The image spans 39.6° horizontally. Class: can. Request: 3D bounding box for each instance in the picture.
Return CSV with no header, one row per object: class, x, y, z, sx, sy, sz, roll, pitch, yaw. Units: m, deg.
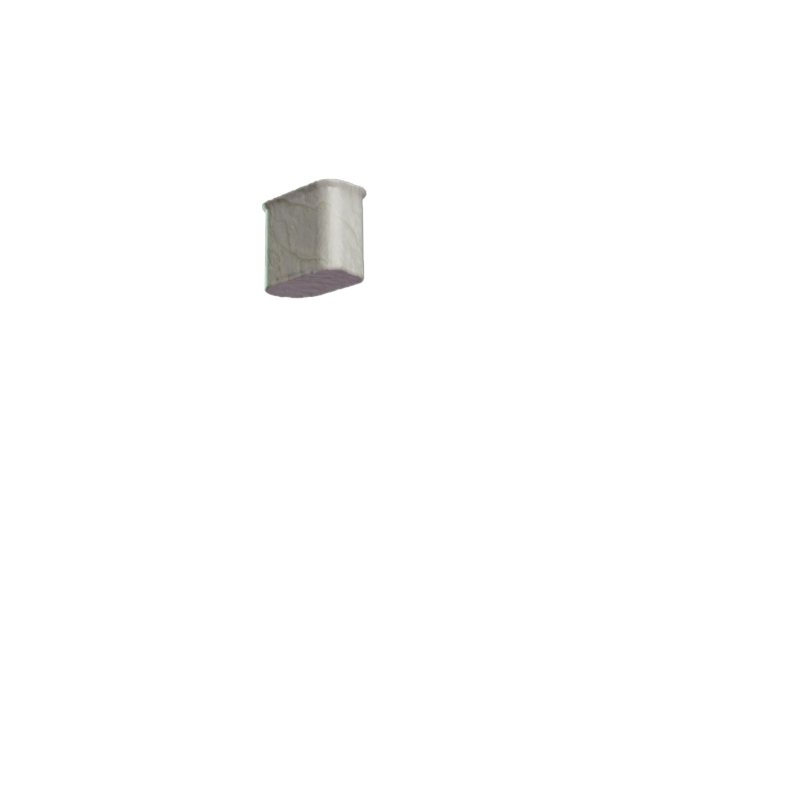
can,-0.078,-0.142,0.996,0.104,0.087,0.054,-14,-21,42
